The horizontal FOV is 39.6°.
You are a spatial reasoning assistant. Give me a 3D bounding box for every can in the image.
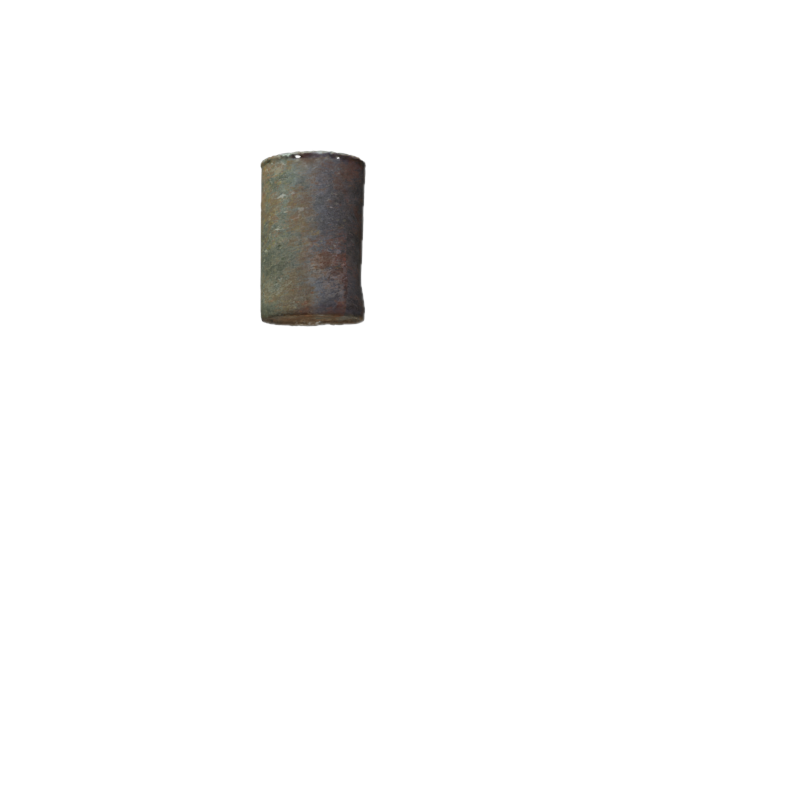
[{"bbox_3d":[-0.055,-0.101,0.705,0.068,0.104,0.067,0,-7,-2],"label":"can"}]
